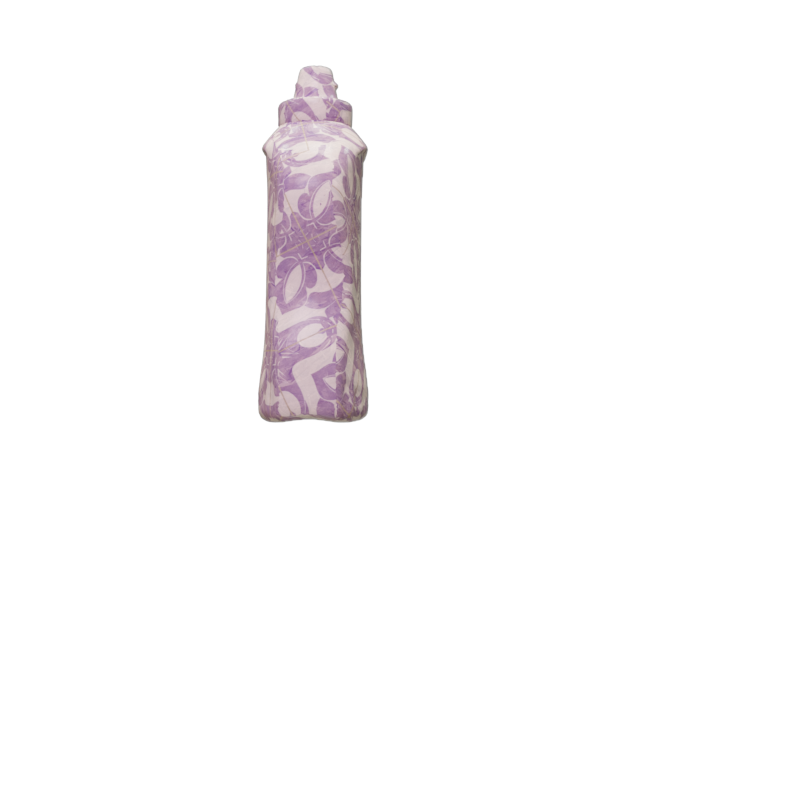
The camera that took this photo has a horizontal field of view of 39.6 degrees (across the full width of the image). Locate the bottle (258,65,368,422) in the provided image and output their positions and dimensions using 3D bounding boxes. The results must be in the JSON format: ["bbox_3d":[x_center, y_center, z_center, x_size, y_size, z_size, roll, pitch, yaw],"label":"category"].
[{"bbox_3d":[-0.046,-0.085,0.597,0.059,0.195,0.094,-1,-6,2],"label":"bottle"}]
